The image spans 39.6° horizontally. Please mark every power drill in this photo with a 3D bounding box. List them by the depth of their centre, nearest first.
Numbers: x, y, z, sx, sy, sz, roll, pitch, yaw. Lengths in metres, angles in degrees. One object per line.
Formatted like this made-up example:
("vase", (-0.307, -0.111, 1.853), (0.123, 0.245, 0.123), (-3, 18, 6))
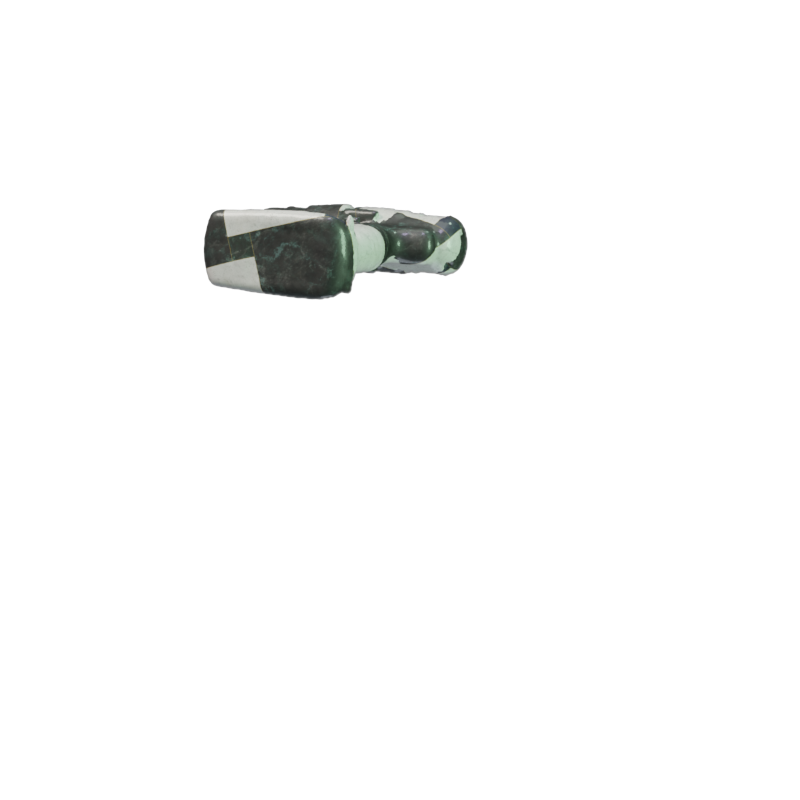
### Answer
("power drill", (-0.064, -0.116, 0.812), (0.191, 0.056, 0.185), (6, 14, 24))
